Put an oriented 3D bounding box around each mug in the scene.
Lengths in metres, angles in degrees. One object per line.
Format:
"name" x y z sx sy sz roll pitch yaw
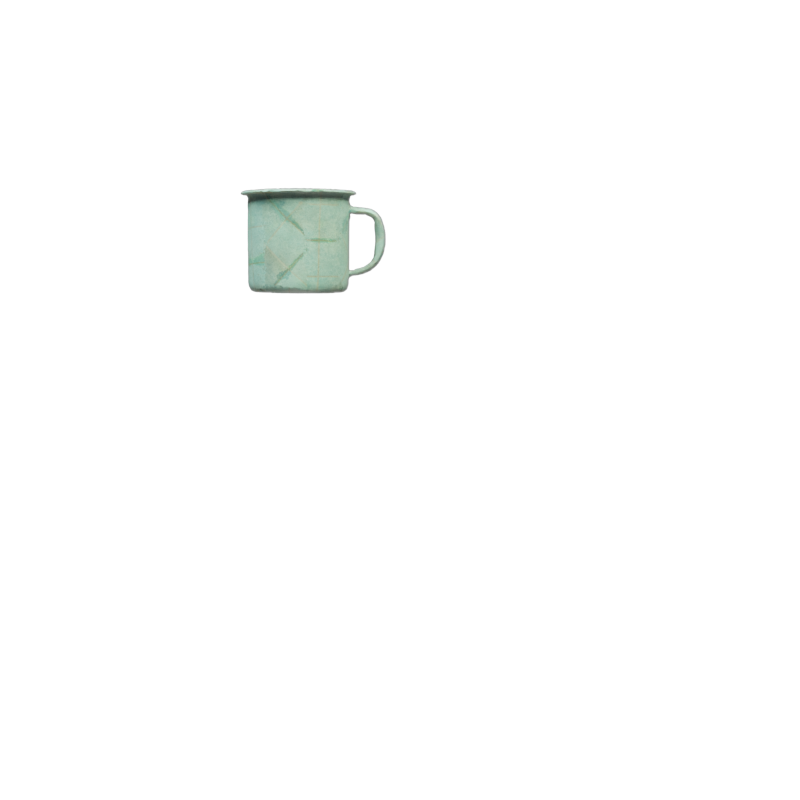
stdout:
"mug" -0.070 -0.128 0.897 0.116 0.081 0.094 0 4 -5
